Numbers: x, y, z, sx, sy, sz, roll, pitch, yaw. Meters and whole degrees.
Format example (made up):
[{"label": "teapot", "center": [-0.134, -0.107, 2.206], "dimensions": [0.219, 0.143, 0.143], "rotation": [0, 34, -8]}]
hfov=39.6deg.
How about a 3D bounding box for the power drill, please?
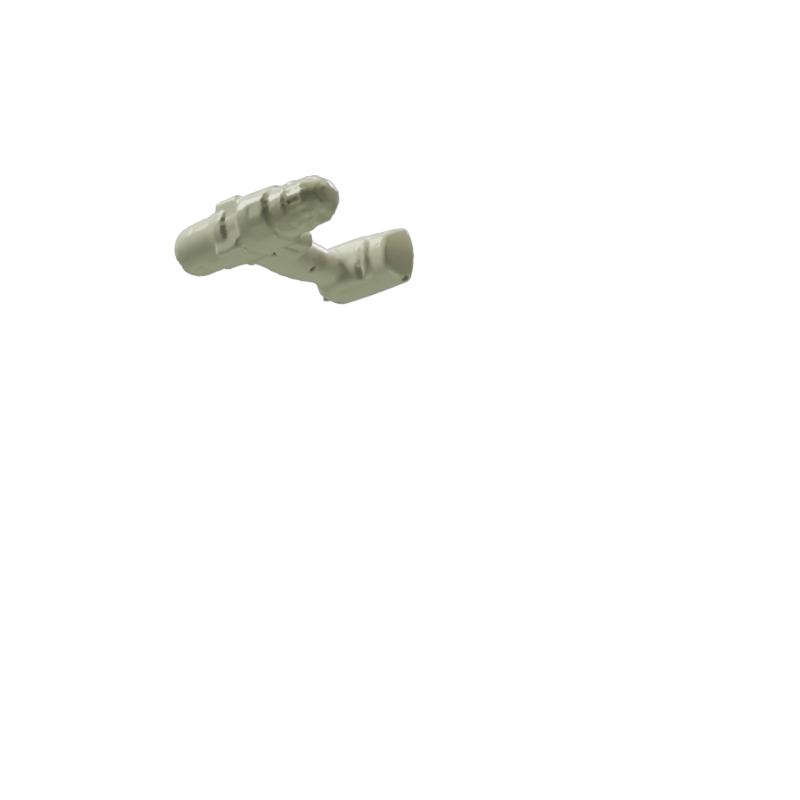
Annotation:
[{"label": "power drill", "center": [-0.076, -0.139, 0.972], "dimensions": [0.188, 0.060, 0.177], "rotation": [-12, -18, 43]}]
